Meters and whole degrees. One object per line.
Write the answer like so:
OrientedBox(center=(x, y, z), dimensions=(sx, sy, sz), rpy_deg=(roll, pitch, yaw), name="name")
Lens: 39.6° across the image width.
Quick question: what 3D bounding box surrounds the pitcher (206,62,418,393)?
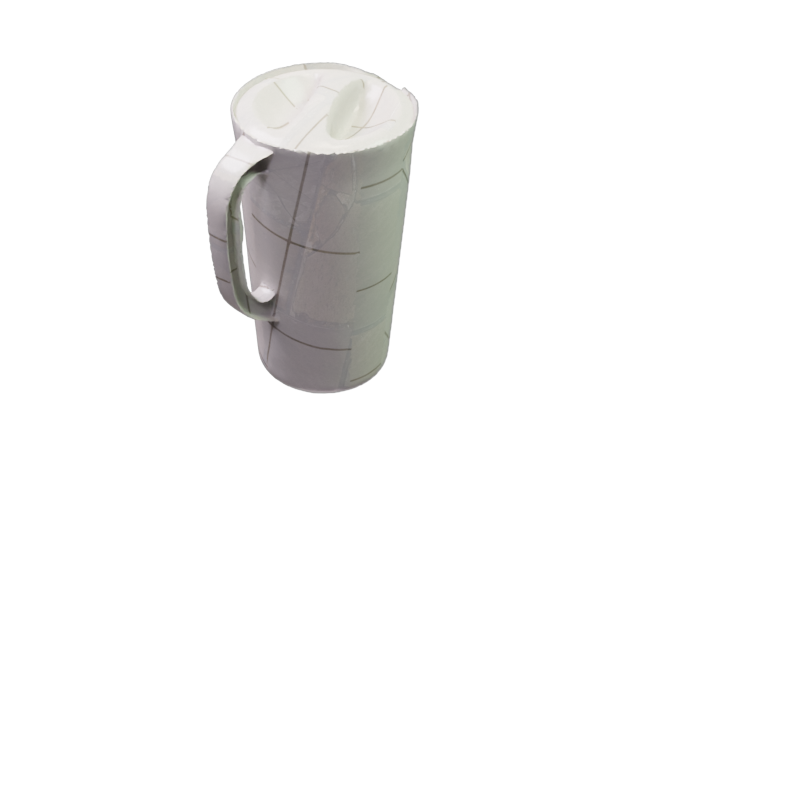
OrientedBox(center=(-0.066, -0.121, 0.844), dimensions=(0.149, 0.227, 0.156), rpy_deg=(-1, 39, -4), name="pitcher")
